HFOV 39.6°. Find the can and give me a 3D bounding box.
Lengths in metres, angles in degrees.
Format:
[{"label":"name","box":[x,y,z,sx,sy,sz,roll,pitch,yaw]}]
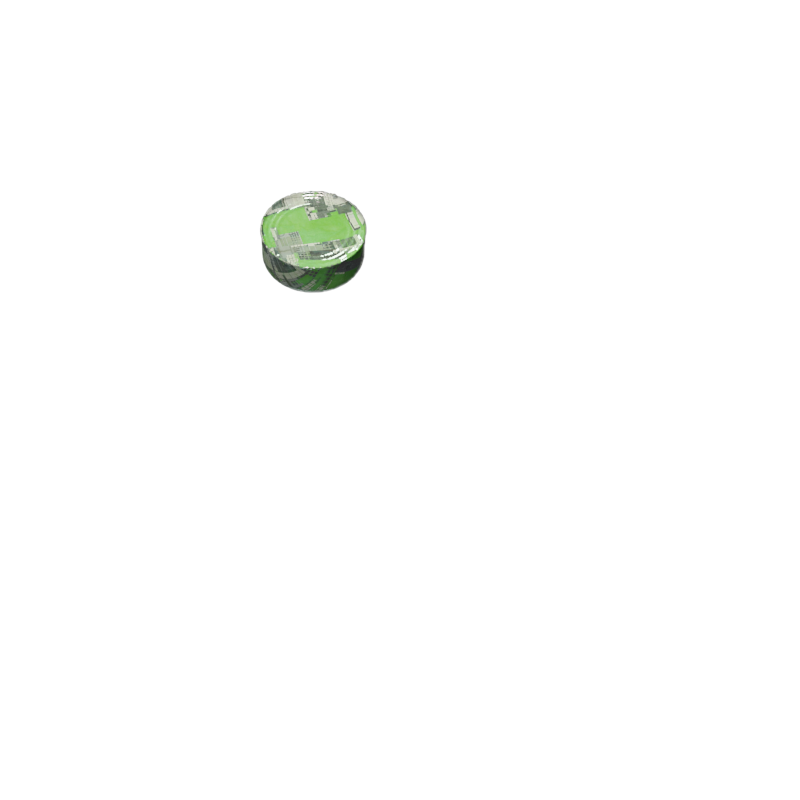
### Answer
[{"label":"can","box":[-0.071,-0.129,0.904,0.086,0.092,0.031,-1,-39,-1]}]
